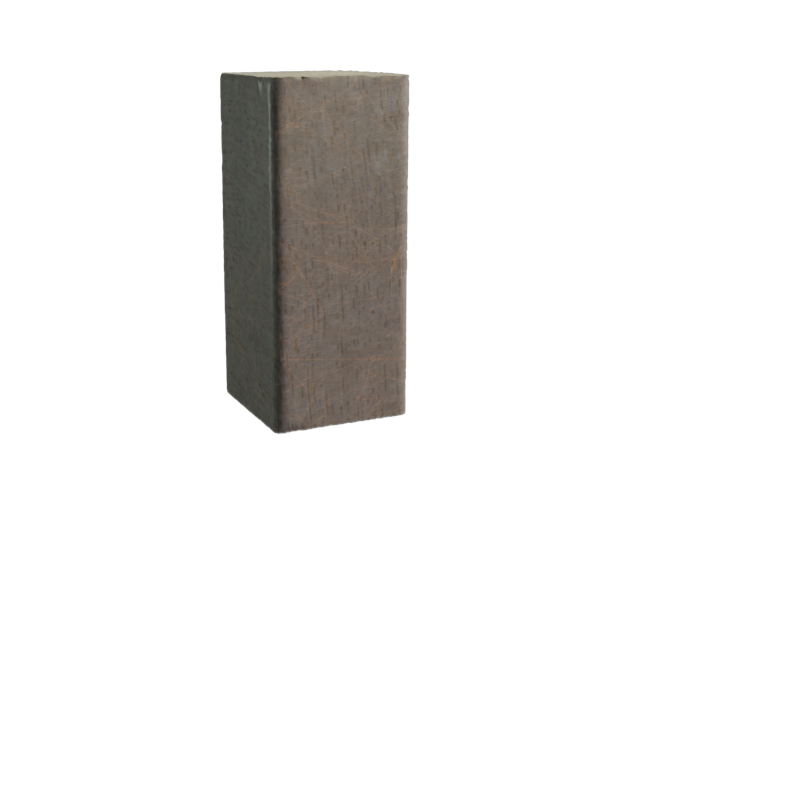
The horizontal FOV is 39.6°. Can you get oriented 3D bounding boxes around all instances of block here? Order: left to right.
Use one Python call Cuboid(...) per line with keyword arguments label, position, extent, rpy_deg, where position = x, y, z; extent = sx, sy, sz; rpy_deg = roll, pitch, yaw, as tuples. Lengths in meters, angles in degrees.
Cuboid(label="block", position=(-0.054, -0.097, 0.682), extent=(0.088, 0.200, 0.096), rpy_deg=(-5, 14, -26))
